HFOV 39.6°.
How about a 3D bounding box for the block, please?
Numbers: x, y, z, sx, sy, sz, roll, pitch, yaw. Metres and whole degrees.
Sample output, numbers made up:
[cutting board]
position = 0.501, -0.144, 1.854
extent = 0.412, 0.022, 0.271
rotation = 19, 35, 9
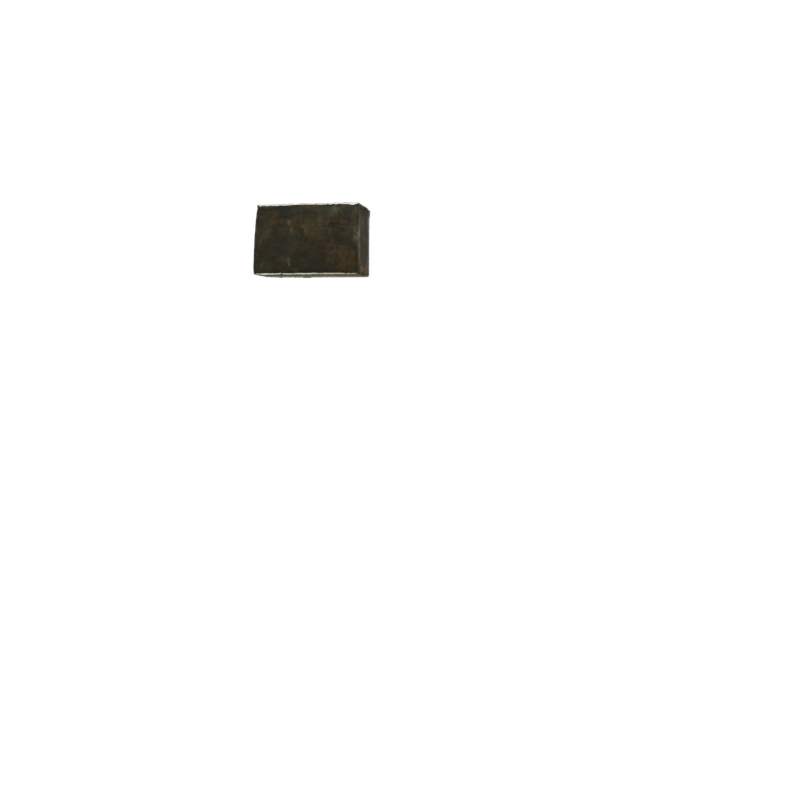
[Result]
[block]
position = -0.064, -0.117, 0.817
extent = 0.079, 0.052, 0.052
rotation = 0, -1, 11
